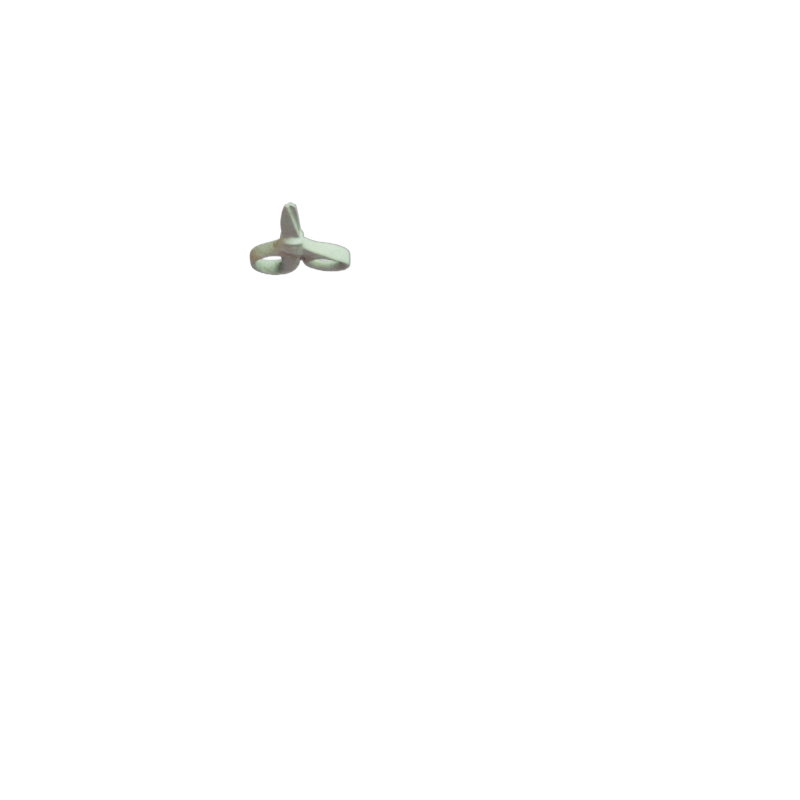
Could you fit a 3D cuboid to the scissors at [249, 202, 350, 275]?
[{"bbox_3d":[-0.071,-0.129,0.901,0.094,0.016,0.201,2,-7,-19],"label":"scissors"}]
